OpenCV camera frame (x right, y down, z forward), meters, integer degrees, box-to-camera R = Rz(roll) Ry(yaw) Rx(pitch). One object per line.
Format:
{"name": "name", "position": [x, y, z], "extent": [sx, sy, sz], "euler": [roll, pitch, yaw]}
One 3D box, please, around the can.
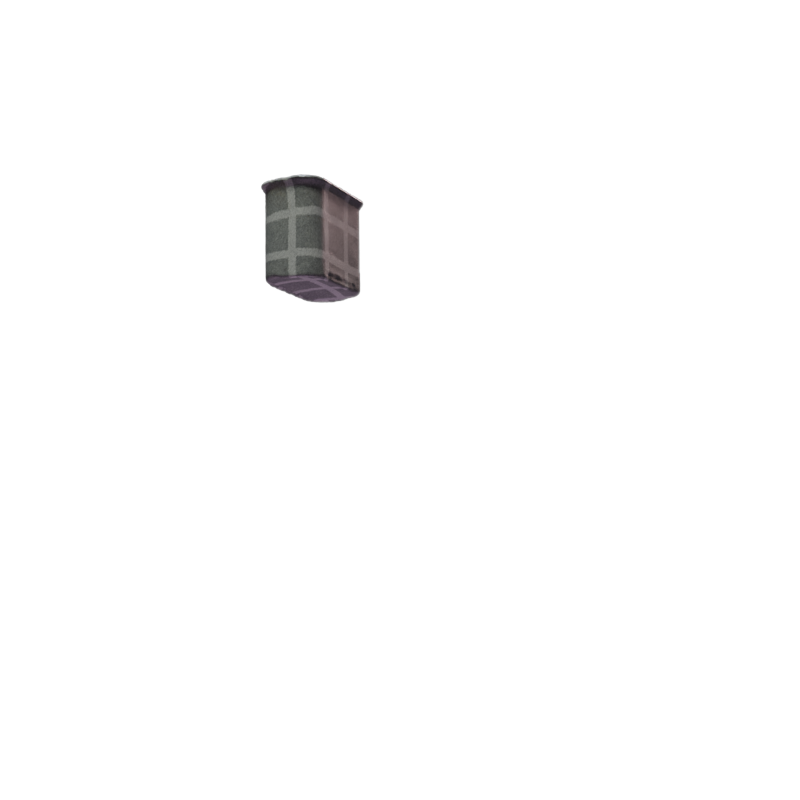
{"name": "can", "position": [-0.072, -0.132, 0.923], "extent": [0.059, 0.087, 0.096], "euler": [-7, -13, 25]}
